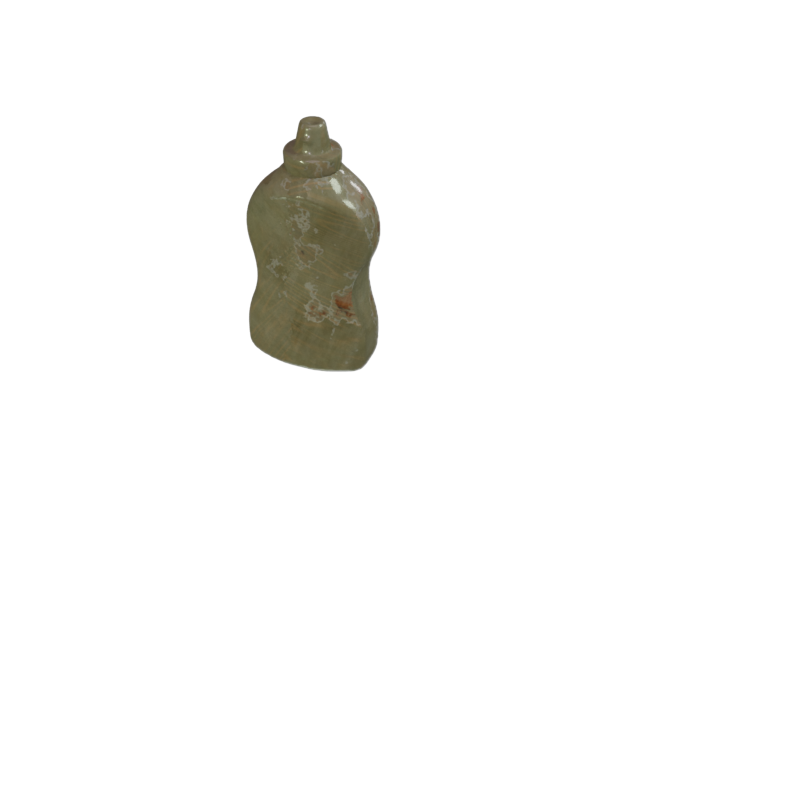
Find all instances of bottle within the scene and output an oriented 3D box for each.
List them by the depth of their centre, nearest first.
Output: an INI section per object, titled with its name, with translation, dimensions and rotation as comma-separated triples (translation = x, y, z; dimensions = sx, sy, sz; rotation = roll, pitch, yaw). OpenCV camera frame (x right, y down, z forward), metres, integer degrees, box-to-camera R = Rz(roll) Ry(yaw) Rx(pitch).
[bottle]
translation = -0.063, -0.114, 0.797
dimensions = 0.099, 0.180, 0.060
rotation = 15, 36, 18
